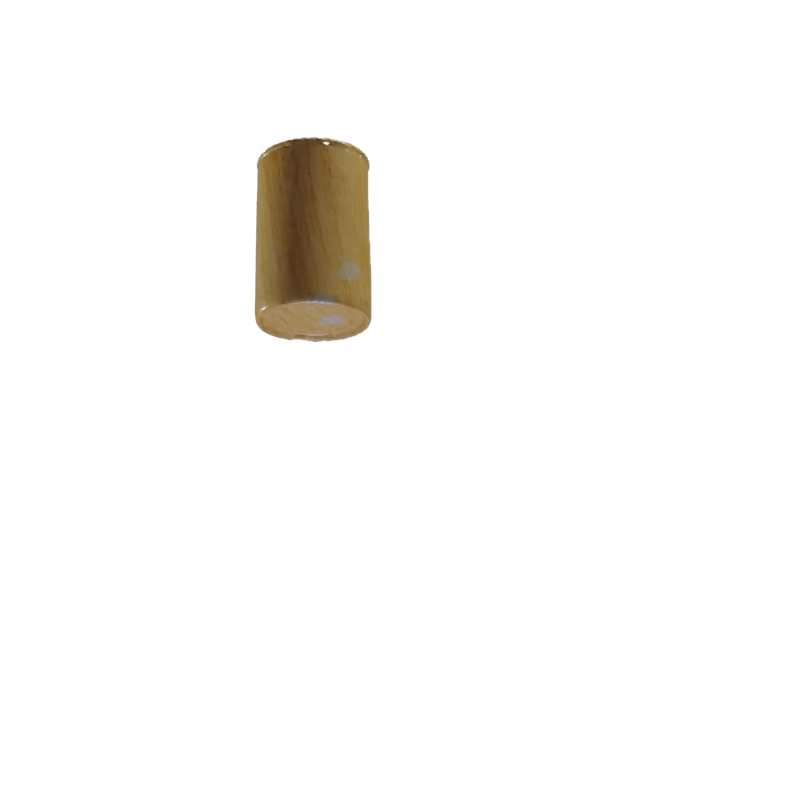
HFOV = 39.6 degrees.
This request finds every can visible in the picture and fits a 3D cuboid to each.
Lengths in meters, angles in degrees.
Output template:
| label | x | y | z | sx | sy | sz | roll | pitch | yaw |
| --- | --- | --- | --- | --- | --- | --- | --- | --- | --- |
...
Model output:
| label | x | y | z | sx | sy | sz | roll | pitch | yaw |
| --- | --- | --- | --- | --- | --- | --- | --- | --- | --- |
| can | -0.051 | -0.092 | 0.646 | 0.068 | 0.108 | 0.065 | 0 | -22 | -2 |
